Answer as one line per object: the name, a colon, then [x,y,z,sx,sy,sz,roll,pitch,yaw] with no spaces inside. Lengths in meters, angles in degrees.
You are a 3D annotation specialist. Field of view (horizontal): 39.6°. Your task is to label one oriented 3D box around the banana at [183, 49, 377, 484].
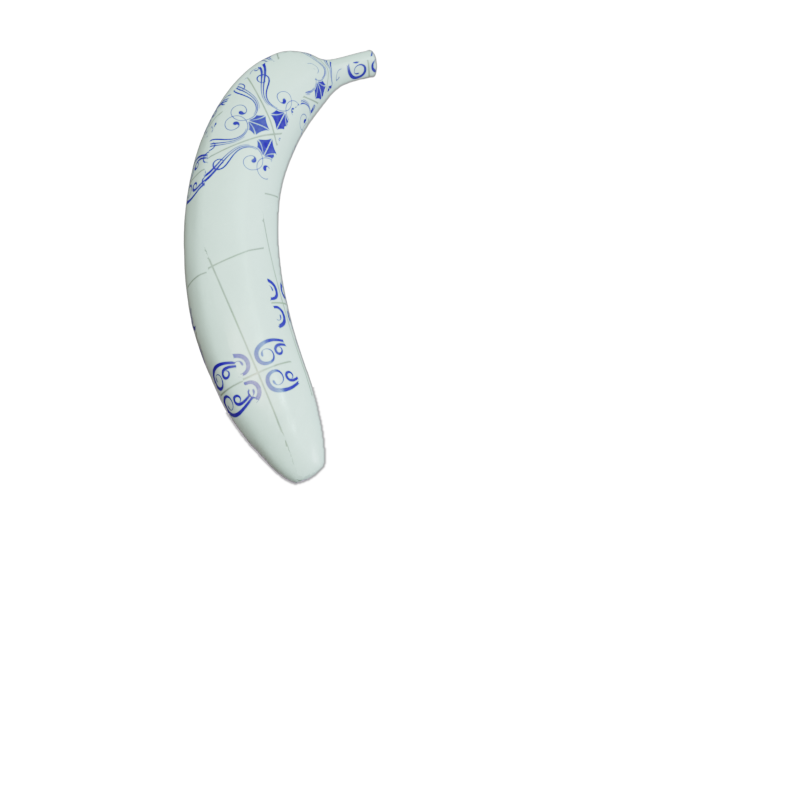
banana: [-0.052,-0.069,0.441,0.070,0.208,0.035,6,-25,2]
